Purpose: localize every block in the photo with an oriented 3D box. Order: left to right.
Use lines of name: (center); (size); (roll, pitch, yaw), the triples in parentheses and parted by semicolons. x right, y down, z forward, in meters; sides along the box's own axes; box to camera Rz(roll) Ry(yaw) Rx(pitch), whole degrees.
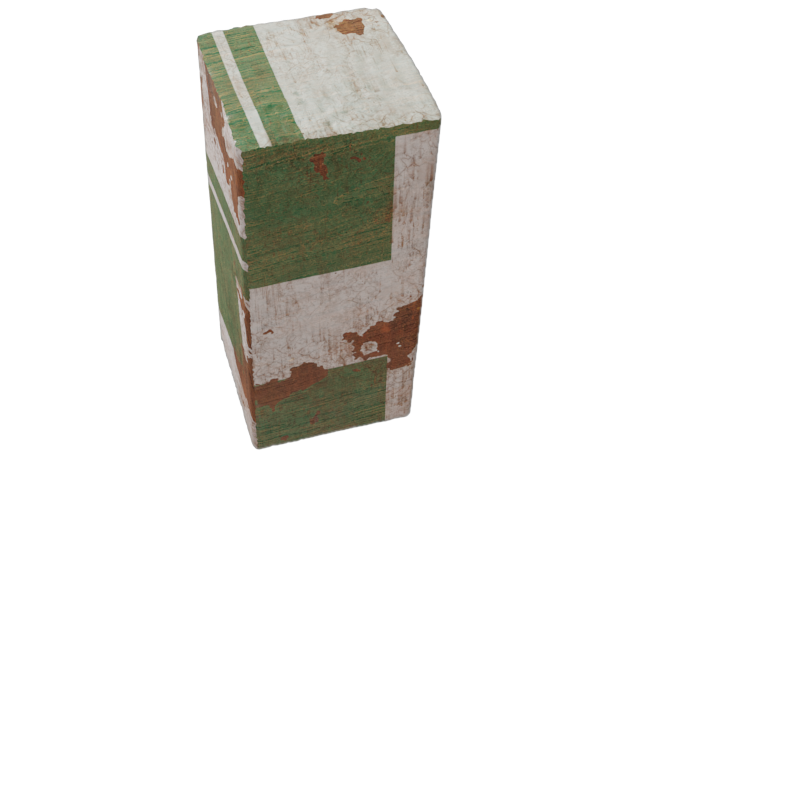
block: (-0.043, -0.080, 0.555); (0.090, 0.098, 0.192); (-12, -39, -14)
